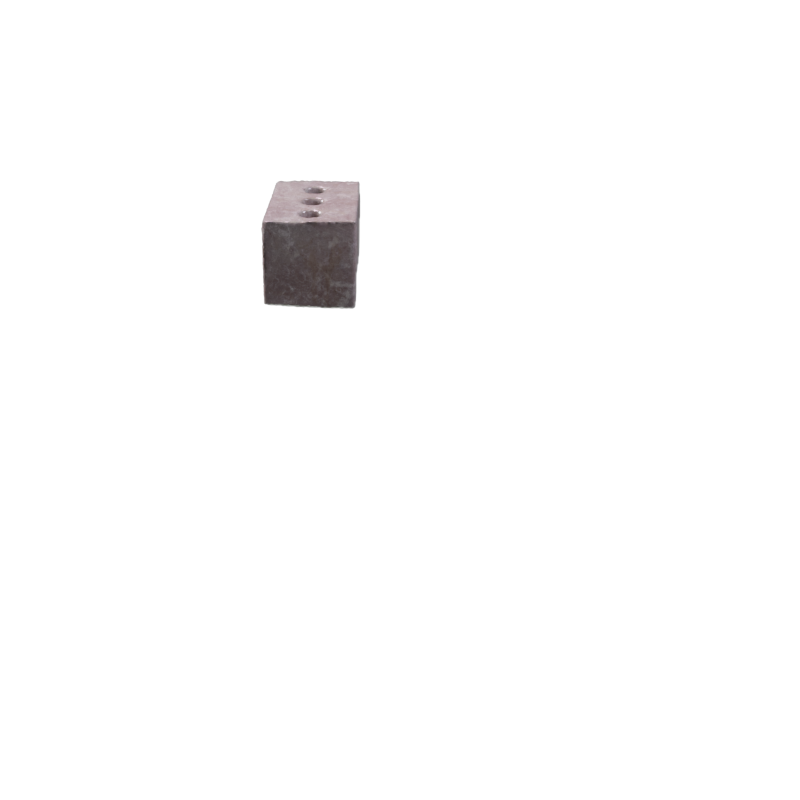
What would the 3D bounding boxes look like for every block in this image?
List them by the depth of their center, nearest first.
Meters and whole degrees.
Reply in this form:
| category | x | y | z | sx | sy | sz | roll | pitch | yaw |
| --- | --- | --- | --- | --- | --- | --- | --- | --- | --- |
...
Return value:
| category | x | y | z | sx | sy | sz | roll | pitch | yaw |
| --- | --- | --- | --- | --- | --- | --- | --- | --- | --- |
| block | -0.050 | -0.092 | 0.643 | 0.053 | 0.049 | 0.082 | 1 | 25 | 0 |
